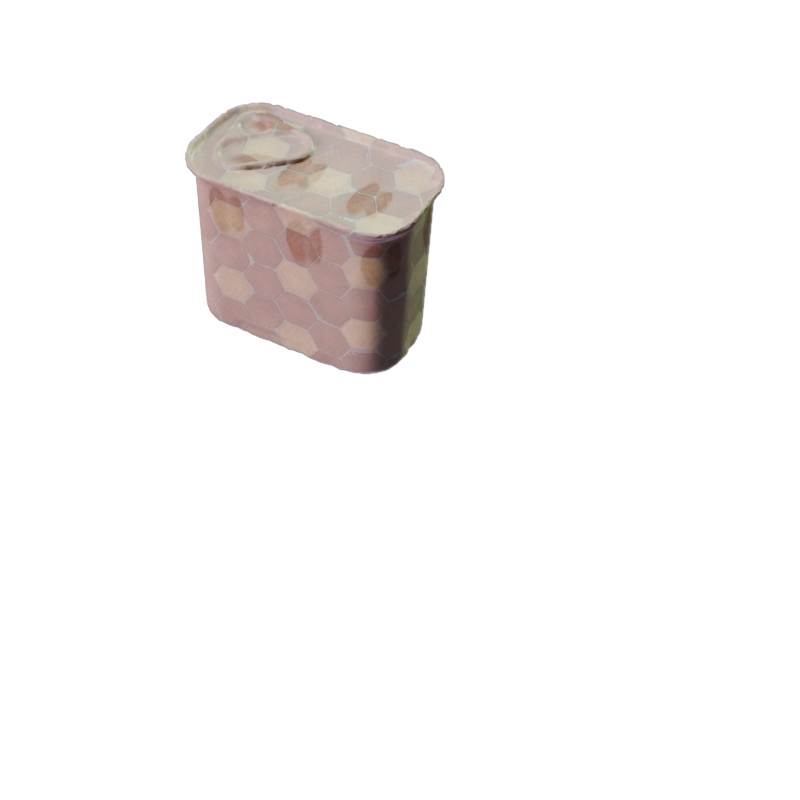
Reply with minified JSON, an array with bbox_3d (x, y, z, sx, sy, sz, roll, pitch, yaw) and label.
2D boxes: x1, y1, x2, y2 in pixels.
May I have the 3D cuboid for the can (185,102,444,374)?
[{"bbox_3d":[-0.037,-0.066,0.466,0.106,0.078,0.059,23,48,19],"label":"can"}]
